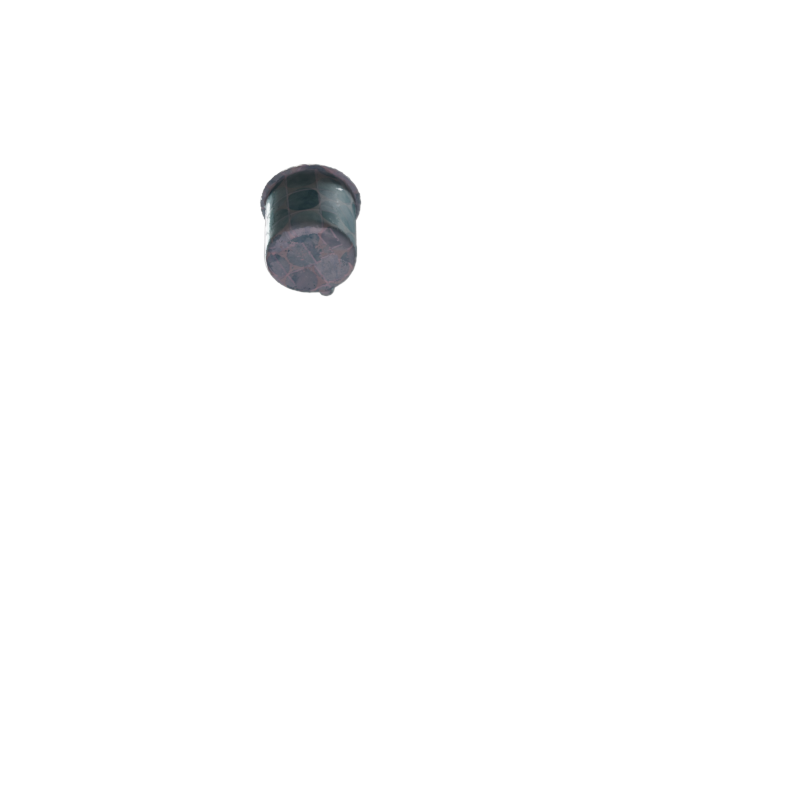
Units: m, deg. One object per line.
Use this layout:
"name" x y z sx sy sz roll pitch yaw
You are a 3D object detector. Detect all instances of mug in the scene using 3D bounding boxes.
"mug" -0.078 -0.143 1.000 0.094 0.087 0.108 -8 -45 6
